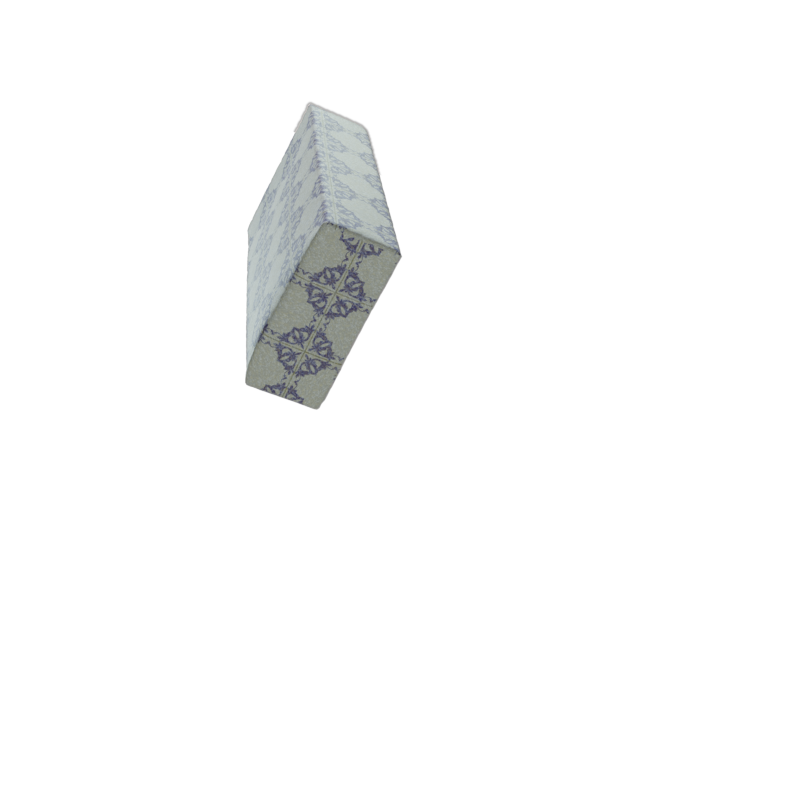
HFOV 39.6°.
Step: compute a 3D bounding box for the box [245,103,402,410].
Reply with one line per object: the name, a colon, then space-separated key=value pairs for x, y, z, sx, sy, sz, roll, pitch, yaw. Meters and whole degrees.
box: x=-0.045 y=-0.083 z=0.582 sx=0.047 sy=0.090 sz=0.187 roll=23 pitch=26 yaw=-16
